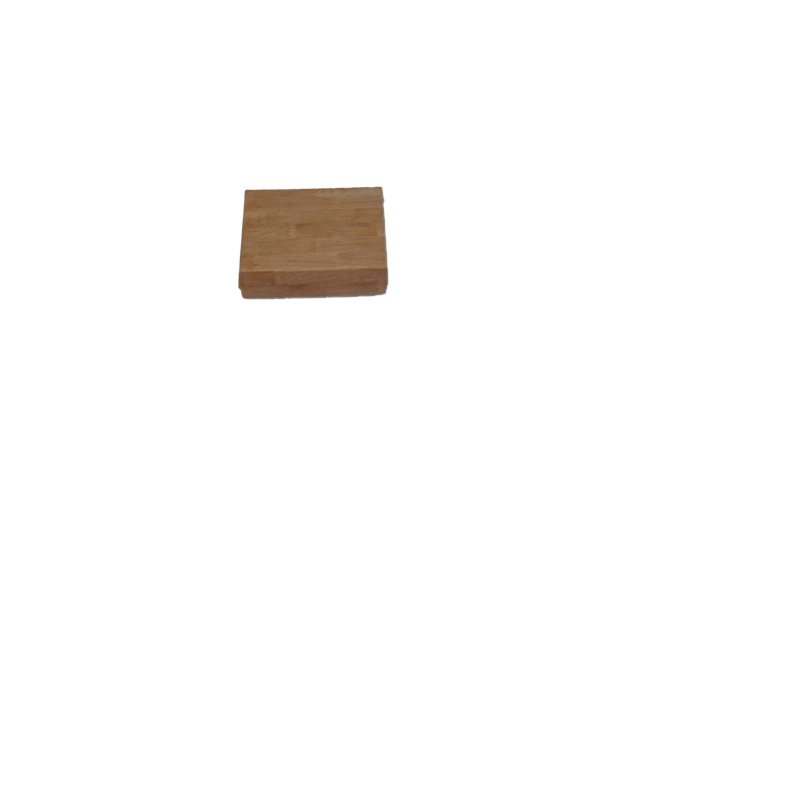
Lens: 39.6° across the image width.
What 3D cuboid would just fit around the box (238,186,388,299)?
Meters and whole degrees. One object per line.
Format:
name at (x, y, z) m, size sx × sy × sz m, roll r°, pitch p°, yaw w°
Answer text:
box at (-0.067, -0.123, 0.859) m, size 0.113 × 0.096 × 0.036 m, roll -1°, pitch -40°, yaw -1°
